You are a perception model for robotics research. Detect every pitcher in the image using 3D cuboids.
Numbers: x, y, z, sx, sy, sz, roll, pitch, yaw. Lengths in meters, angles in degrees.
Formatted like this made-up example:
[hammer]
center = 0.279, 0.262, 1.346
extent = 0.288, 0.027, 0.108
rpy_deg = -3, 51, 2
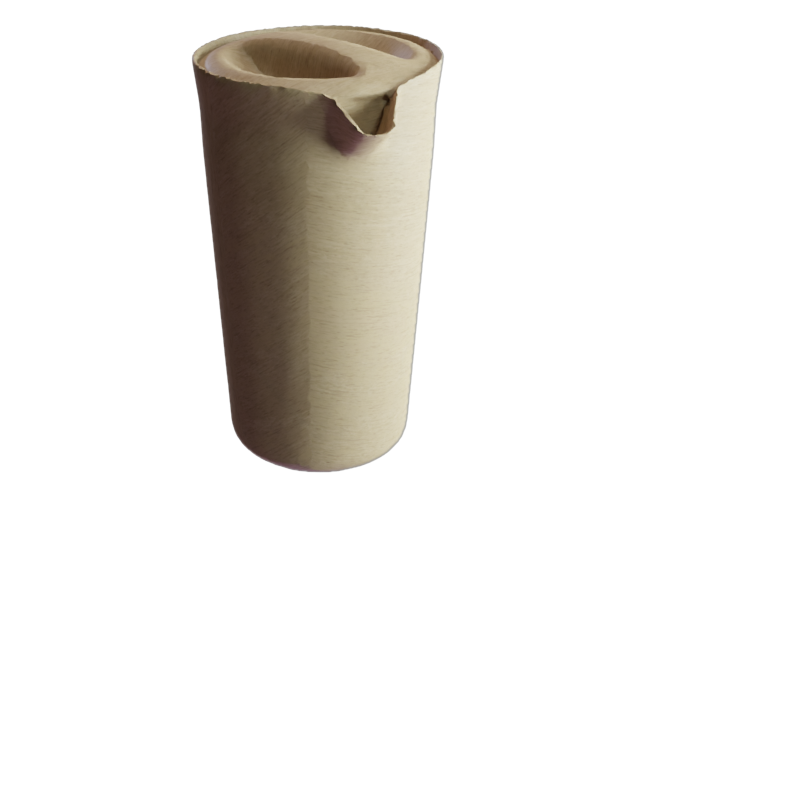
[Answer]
[pitcher]
center = -0.050, -0.092, 0.643
extent = 0.150, 0.230, 0.153
rpy_deg = 11, 29, 18
